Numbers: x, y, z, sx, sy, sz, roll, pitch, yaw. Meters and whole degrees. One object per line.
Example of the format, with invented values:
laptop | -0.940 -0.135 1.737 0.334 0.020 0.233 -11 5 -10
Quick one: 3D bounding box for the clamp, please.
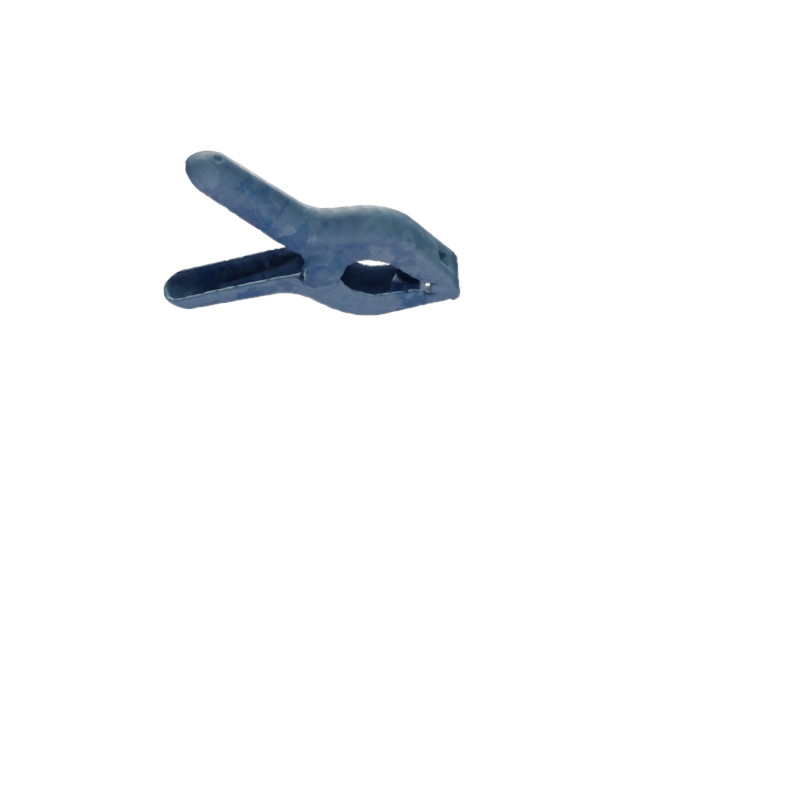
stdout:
clamp | -0.048 -0.088 0.618 0.171 0.042 0.113 2 -30 -4
